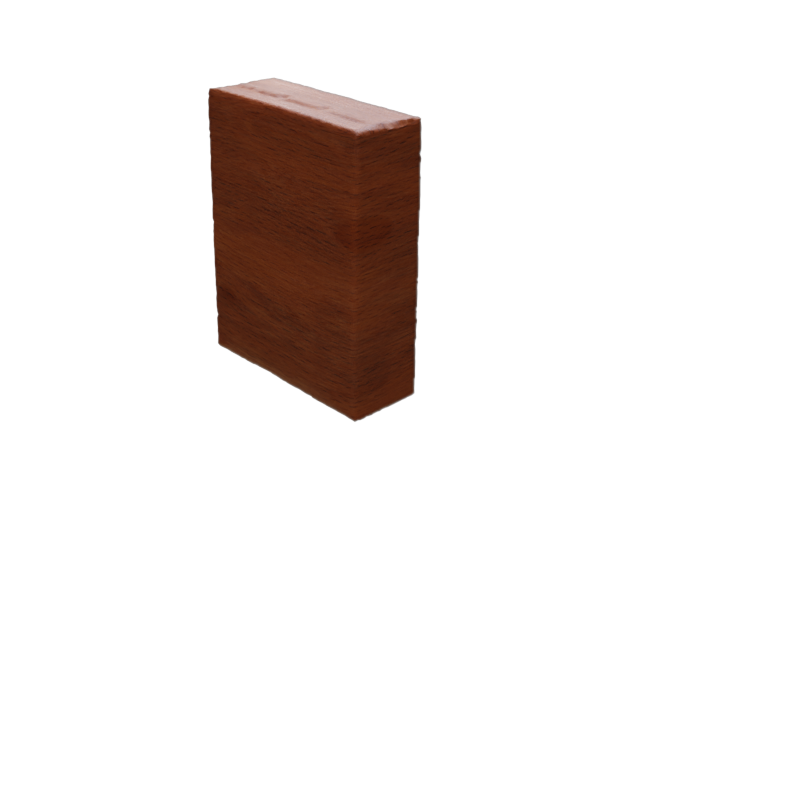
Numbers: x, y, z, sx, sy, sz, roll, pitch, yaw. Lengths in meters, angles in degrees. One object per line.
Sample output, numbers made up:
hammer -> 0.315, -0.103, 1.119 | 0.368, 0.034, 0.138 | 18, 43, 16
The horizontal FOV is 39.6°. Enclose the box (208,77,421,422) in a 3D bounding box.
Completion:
box -> -0.064, -0.116, 0.815 | 0.071, 0.203, 0.175 | -18, 31, -39
